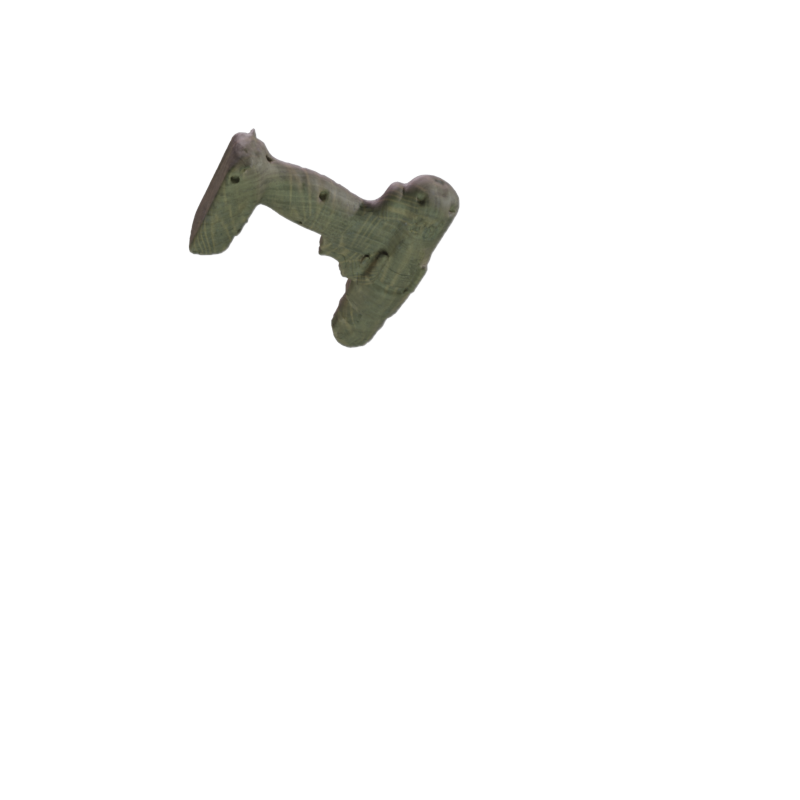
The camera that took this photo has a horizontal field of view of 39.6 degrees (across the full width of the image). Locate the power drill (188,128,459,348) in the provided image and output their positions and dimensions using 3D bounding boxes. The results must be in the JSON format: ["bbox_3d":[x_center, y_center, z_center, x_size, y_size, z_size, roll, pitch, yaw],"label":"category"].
[{"bbox_3d":[-0.070,-0.127,0.890,0.182,0.062,0.177,18,-49,-17],"label":"power drill"}]
